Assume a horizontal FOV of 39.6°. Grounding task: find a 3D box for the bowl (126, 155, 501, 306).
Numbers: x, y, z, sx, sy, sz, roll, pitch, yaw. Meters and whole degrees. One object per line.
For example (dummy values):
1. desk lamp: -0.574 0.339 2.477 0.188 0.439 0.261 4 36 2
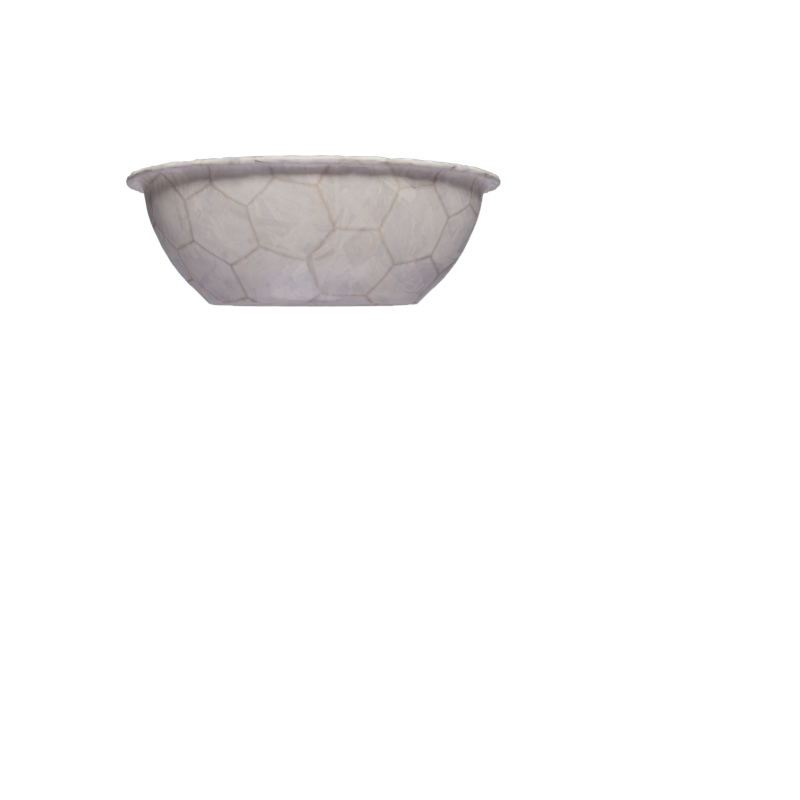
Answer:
1. bowl: -0.038 -0.069 0.482 0.162 0.055 0.162 0 3 -2
